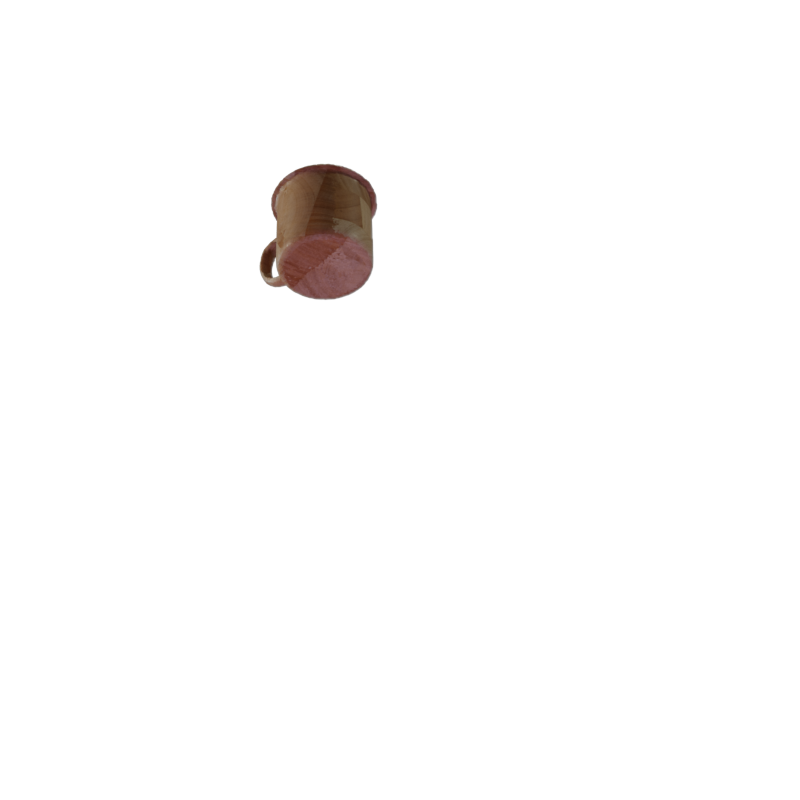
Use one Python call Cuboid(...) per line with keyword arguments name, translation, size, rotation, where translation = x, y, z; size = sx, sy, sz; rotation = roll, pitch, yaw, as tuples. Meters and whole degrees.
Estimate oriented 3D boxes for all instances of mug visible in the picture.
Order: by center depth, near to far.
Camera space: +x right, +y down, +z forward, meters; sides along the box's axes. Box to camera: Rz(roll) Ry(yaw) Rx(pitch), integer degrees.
Cuboid(name="mug", translation=(-0.074, -0.135, 0.949), size=(0.117, 0.087, 0.087), rotation=(-26, -47, 25))
